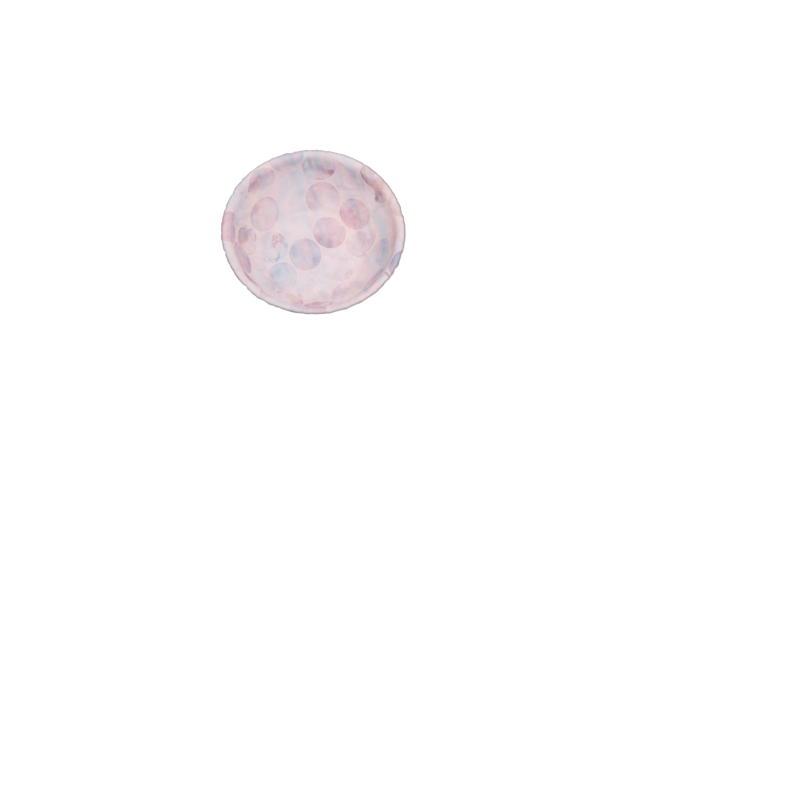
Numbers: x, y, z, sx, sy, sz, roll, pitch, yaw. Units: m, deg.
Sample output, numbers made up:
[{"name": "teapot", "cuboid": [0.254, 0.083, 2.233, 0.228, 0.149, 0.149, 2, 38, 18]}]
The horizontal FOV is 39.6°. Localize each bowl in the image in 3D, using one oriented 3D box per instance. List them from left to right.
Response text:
[{"name": "bowl", "cuboid": [-0.078, -0.142, 0.993, 0.162, 0.171, 0.052, -1, -24, -1]}]
